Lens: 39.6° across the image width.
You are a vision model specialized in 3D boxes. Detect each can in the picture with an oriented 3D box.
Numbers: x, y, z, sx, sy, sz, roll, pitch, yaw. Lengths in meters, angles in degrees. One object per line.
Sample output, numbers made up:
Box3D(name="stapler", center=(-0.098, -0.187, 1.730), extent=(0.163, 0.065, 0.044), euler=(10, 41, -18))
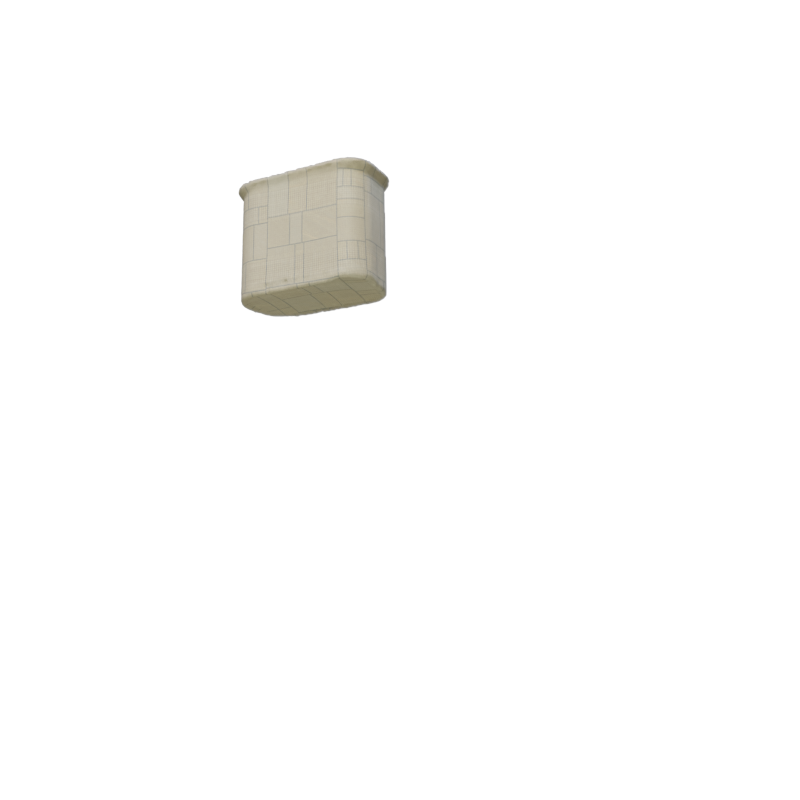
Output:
Box3D(name="can", center=(-0.058, -0.106, 0.743), extent=(0.104, 0.088, 0.054), euler=(-10, -22, 26))
